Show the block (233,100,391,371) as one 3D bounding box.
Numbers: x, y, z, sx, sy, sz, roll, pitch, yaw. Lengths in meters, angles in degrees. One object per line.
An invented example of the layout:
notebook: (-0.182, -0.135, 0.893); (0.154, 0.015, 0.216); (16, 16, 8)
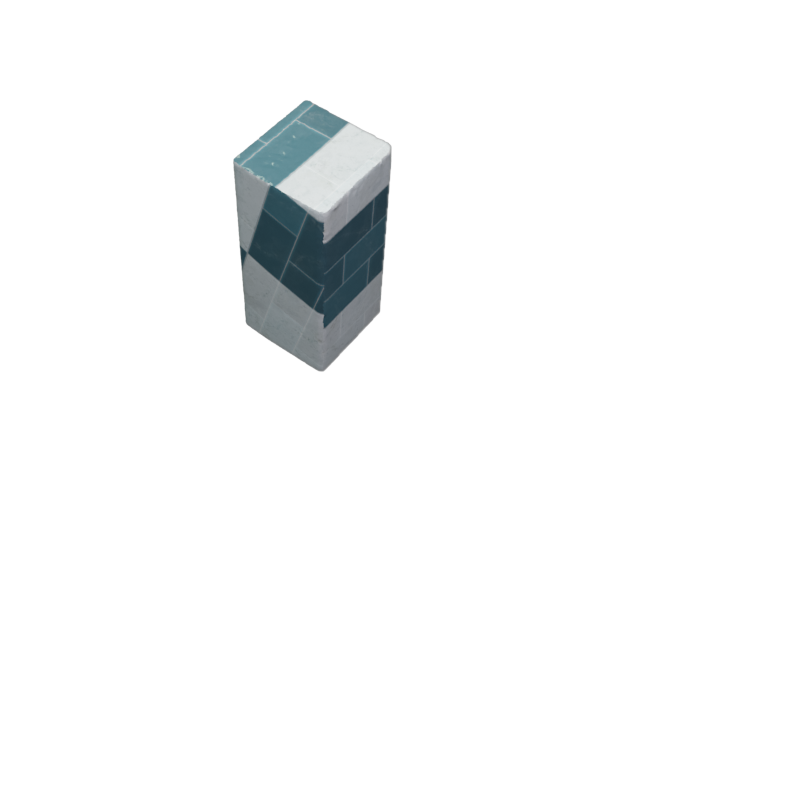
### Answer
block: (-0.071, -0.130, 0.913); (0.095, 0.092, 0.192); (33, -32, 19)
